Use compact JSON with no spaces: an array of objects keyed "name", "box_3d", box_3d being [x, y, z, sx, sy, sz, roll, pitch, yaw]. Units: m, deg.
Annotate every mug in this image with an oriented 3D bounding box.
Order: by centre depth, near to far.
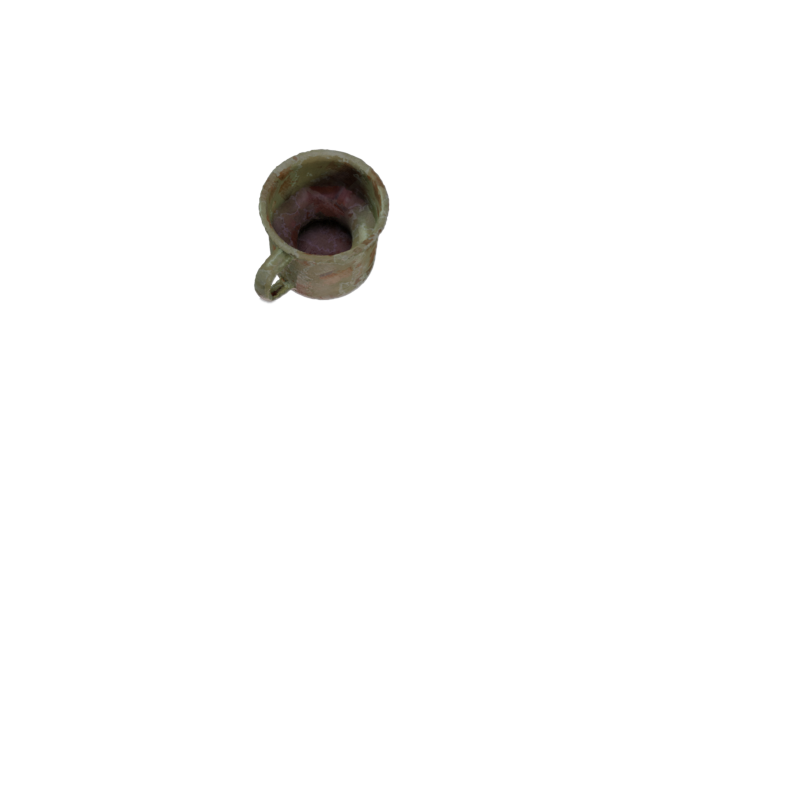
[{"name":"mug","box_3d":[-0.064,-0.117,0.819,0.097,0.119,0.077,35,-21,13]}]
